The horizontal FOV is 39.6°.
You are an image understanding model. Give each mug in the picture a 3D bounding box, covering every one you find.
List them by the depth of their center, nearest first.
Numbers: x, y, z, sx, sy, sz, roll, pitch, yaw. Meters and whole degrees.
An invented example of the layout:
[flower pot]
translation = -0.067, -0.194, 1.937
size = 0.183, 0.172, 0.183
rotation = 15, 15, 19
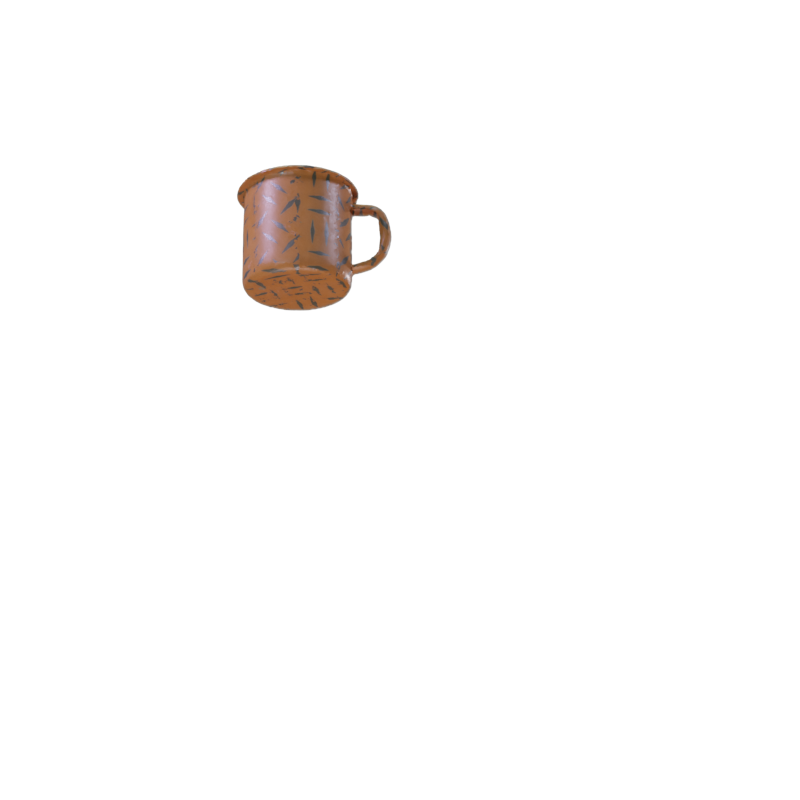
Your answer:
[mug]
translation = -0.065, -0.119, 0.833
size = 0.117, 0.086, 0.088
rotation = -1, -23, 2
